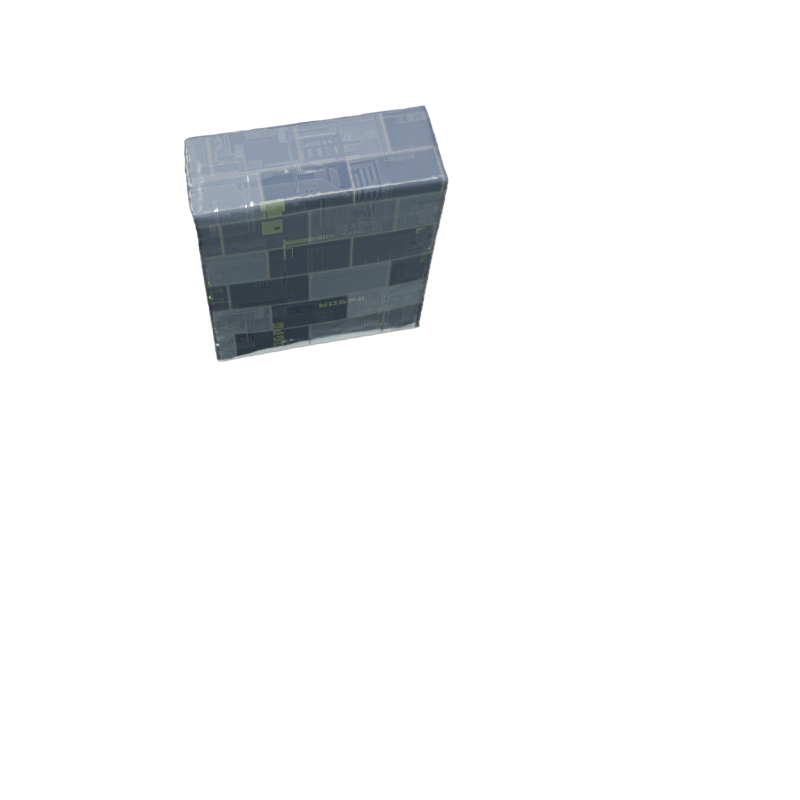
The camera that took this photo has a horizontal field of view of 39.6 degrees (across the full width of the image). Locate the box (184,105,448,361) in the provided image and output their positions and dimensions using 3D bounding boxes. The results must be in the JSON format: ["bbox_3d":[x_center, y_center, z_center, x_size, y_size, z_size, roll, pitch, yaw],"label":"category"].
[{"bbox_3d":[-0.062,-0.113,0.792,0.163,0.077,0.202,-9,-25,-7],"label":"box"}]
